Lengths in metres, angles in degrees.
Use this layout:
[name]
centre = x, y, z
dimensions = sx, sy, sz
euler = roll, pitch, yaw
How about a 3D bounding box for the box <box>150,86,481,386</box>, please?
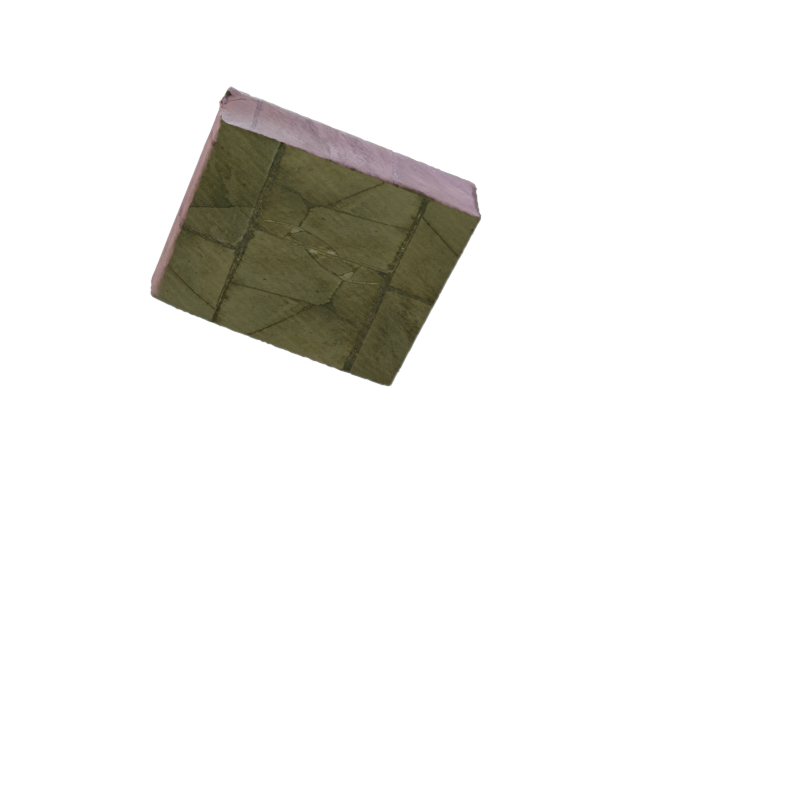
[box]
centre = -0.036, -0.065, 0.458
dimensions = 0.111, 0.086, 0.041
euler = 20, 28, -12
